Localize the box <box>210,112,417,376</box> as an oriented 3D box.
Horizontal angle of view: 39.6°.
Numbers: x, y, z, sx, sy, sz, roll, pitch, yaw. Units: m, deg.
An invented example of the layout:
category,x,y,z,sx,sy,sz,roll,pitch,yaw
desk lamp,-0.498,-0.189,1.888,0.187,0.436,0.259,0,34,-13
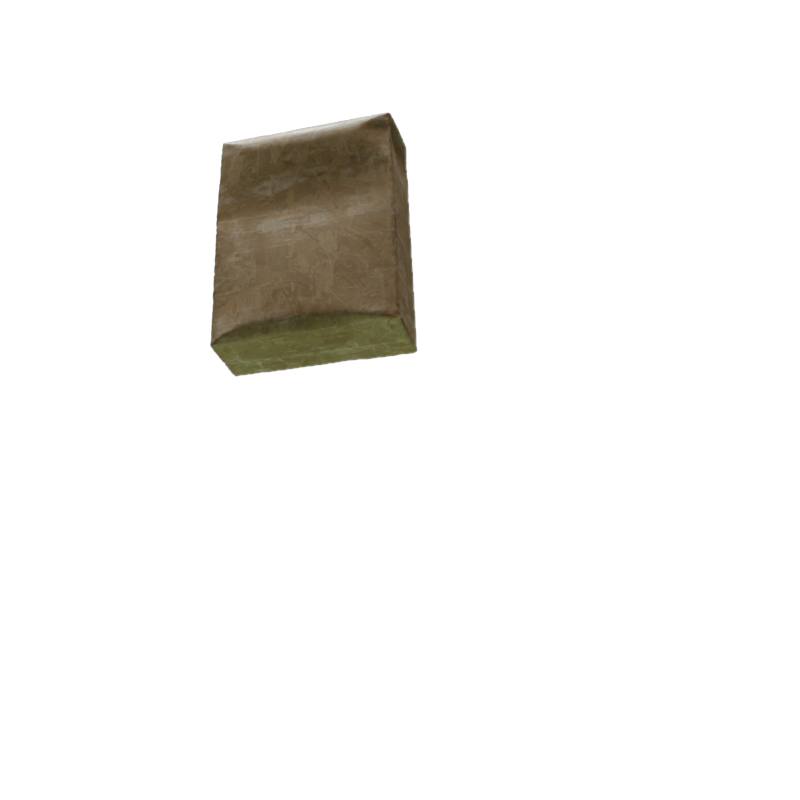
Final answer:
category,x,y,z,sx,sy,sz,roll,pitch,yaw
box,-0.076,-0.138,0.969,0.166,0.228,0.067,-9,-30,13
